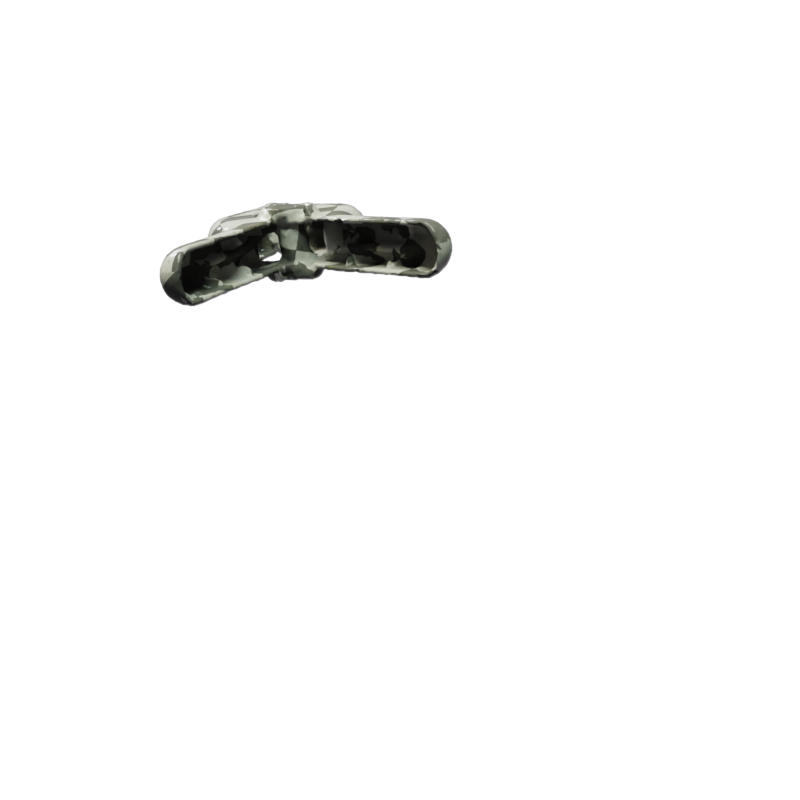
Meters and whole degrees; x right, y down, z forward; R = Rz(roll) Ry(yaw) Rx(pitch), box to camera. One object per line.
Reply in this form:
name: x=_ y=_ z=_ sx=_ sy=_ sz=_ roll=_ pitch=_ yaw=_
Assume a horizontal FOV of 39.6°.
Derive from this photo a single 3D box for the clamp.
clamp: x=-0.041 y=-0.075 z=0.523 sx=0.120 sy=0.038 sz=0.177 roll=0 pitch=17 yaw=-1
